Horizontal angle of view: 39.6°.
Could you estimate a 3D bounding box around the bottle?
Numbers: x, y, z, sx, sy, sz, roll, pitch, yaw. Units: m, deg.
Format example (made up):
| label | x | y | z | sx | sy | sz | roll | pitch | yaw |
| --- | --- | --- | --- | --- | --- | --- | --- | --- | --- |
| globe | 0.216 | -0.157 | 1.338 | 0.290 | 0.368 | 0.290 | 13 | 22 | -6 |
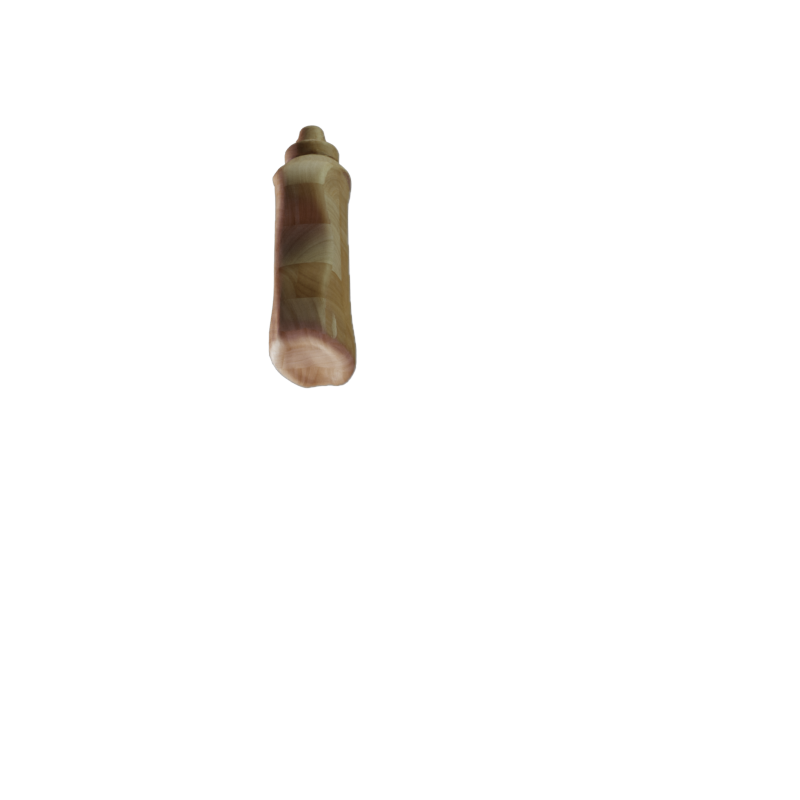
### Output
| label | x | y | z | sx | sy | sz | roll | pitch | yaw |
| --- | --- | --- | --- | --- | --- | --- | --- | --- | --- |
| bottle | -0.062 | -0.113 | 0.792 | 0.059 | 0.203 | 0.090 | -6 | -27 | 8 |
